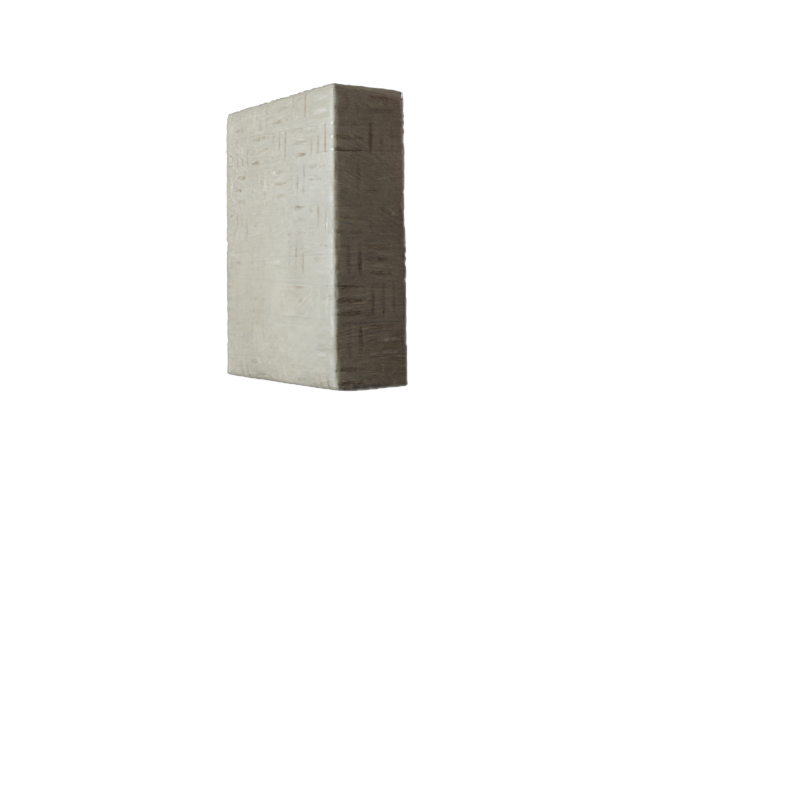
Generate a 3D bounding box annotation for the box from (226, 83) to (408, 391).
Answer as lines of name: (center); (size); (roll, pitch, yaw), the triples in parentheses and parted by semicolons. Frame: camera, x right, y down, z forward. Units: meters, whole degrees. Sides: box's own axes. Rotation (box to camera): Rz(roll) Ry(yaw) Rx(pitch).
box: (-0.066, -0.121, 0.844); (0.069, 0.215, 0.170); (1, 0, -35)
